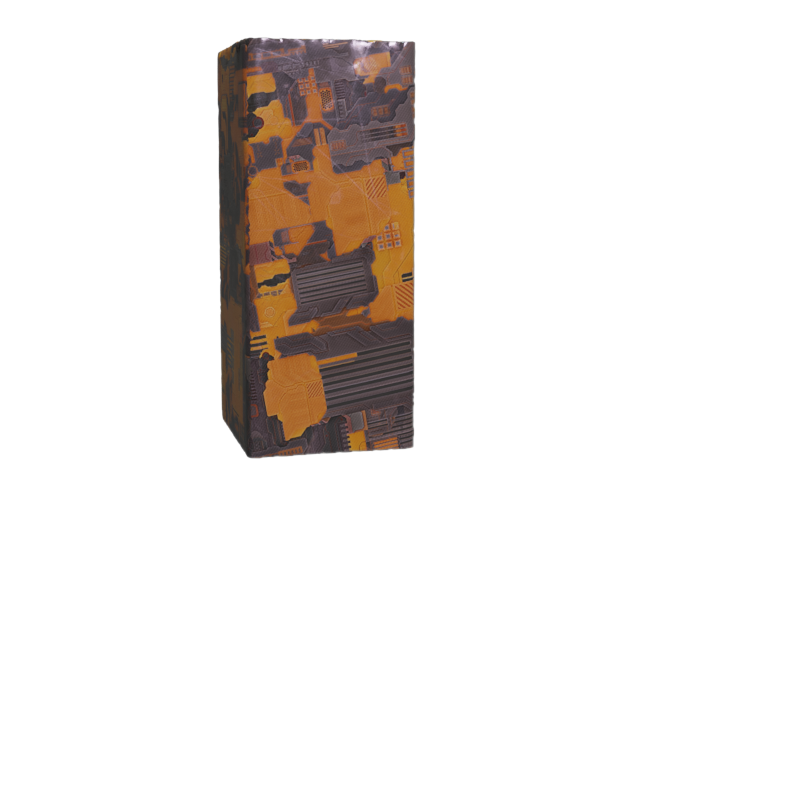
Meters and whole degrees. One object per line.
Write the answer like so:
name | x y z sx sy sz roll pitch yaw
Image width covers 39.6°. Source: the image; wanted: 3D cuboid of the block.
block | -0.047 -0.084 0.591 0.088 0.203 0.094 -1 7 -16
